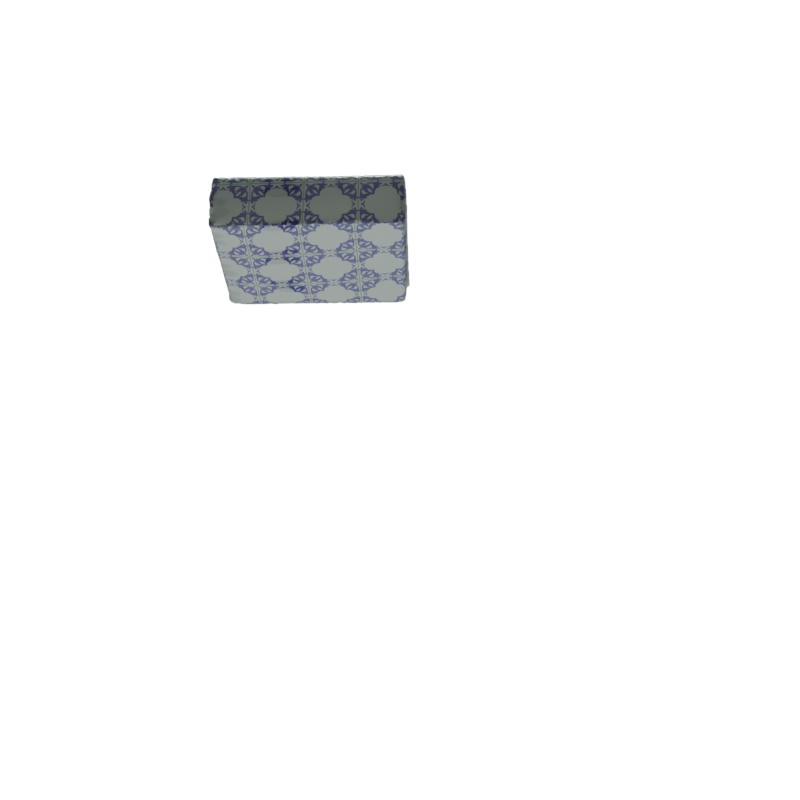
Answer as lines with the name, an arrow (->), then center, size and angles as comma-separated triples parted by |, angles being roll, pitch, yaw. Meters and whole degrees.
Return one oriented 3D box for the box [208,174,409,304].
box -> -0.052, -0.094, 0.659 | 0.114, 0.041, 0.084 | -1, -29, 2
